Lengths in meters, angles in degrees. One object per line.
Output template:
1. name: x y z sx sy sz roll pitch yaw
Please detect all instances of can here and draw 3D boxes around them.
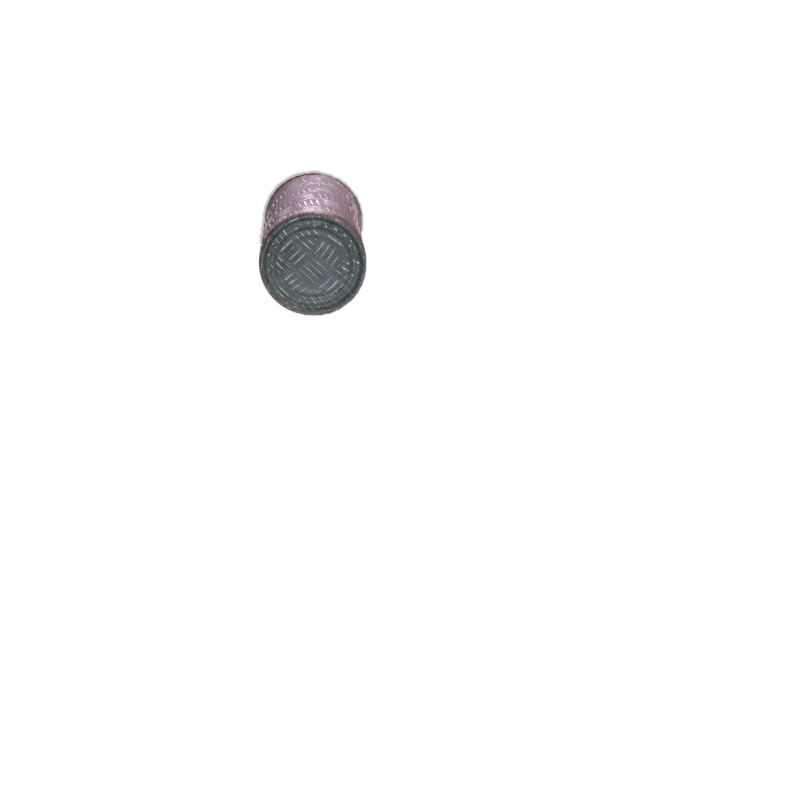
1. can: -0.056 -0.102 0.717 0.068 0.065 0.107 0 23 -3
